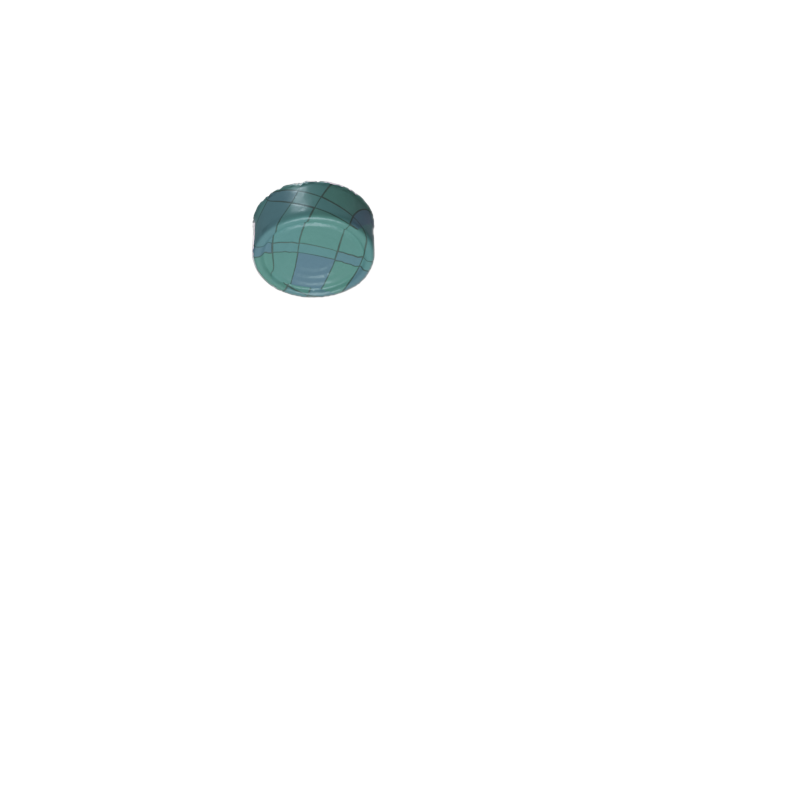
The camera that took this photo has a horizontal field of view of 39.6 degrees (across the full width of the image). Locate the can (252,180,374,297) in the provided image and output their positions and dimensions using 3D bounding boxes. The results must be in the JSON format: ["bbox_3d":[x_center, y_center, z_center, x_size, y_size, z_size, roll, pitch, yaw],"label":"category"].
[{"bbox_3d":[-0.060,-0.110,0.769,0.086,0.036,0.080,1,-39,-2],"label":"can"}]
